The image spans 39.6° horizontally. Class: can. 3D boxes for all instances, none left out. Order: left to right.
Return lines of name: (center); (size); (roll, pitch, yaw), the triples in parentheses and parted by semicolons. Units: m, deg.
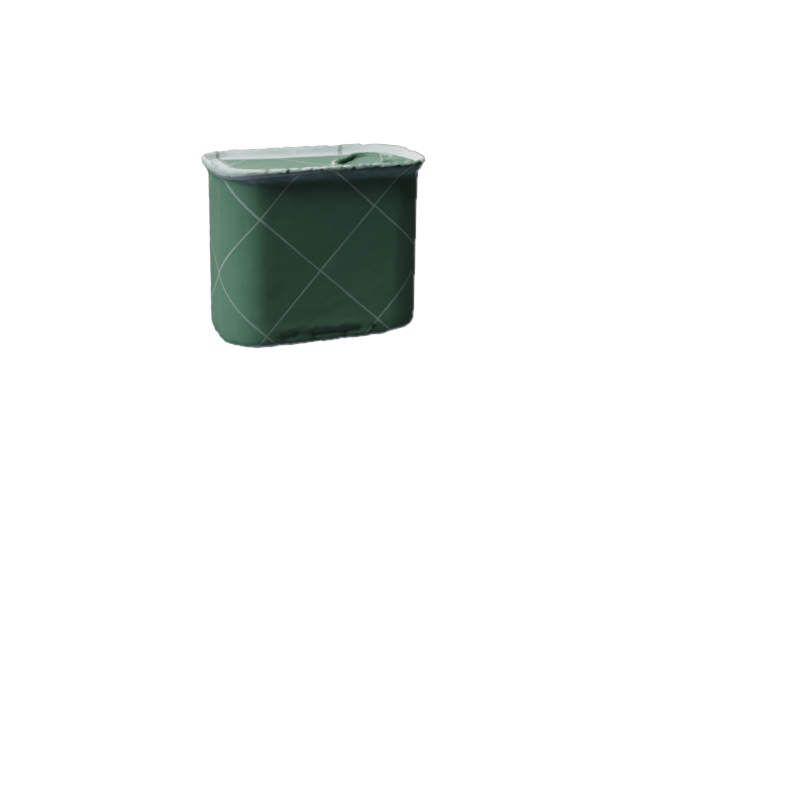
can: (-0.041, -0.075, 0.528); (0.100, 0.081, 0.061); (-6, 18, -20)
